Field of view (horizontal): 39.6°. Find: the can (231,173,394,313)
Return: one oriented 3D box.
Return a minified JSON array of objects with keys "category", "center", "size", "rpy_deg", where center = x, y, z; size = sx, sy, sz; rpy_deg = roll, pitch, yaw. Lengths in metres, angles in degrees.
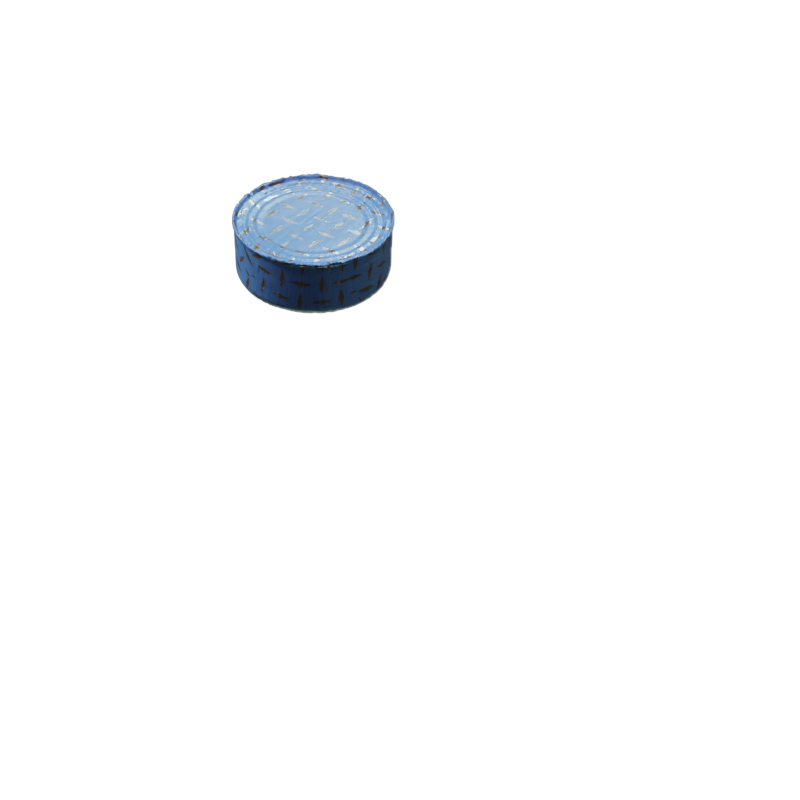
[{"category":"can","center":[-0.046,-0.085,0.593],"size":[0.086,0.031,0.092],"rpy_deg":[-1,40,-2]}]
